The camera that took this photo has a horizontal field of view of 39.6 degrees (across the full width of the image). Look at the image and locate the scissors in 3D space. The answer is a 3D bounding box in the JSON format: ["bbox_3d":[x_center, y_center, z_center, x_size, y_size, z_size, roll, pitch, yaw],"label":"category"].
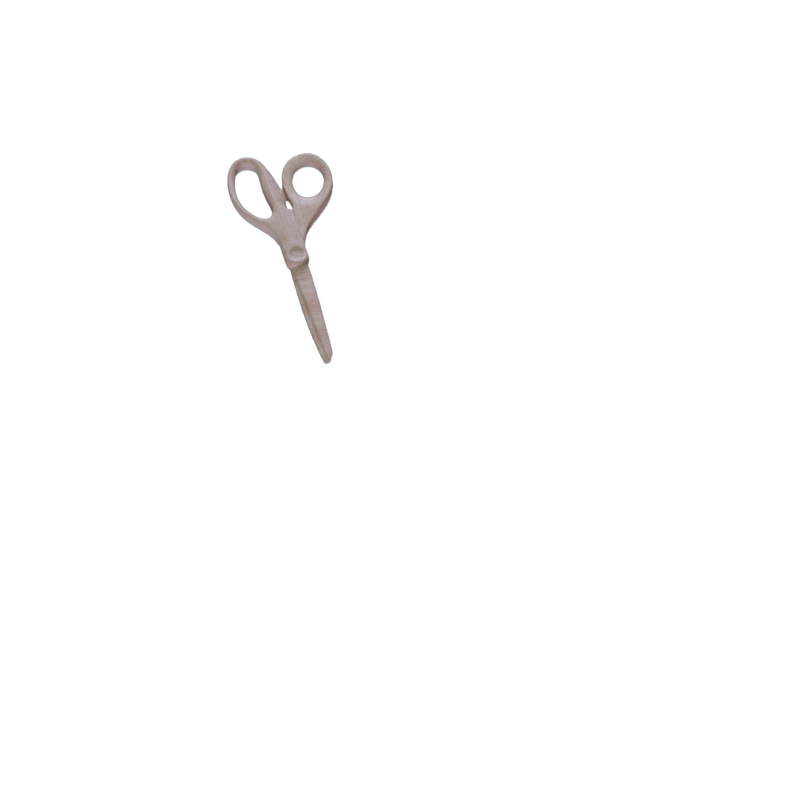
[{"bbox_3d":[-0.070,-0.128,0.895,0.096,0.215,0.015,-27,-27,-15],"label":"scissors"}]
